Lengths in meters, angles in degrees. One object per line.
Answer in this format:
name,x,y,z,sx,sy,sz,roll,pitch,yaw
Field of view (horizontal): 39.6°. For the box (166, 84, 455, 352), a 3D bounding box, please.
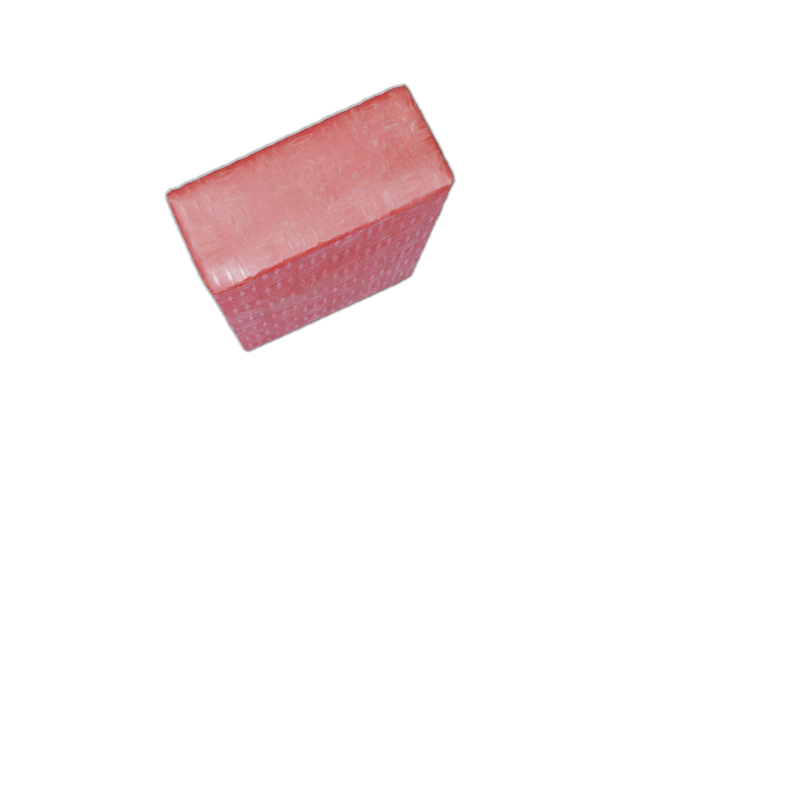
box,-0.035,-0.064,0.452,0.093,0.049,0.174,-26,0,-4
